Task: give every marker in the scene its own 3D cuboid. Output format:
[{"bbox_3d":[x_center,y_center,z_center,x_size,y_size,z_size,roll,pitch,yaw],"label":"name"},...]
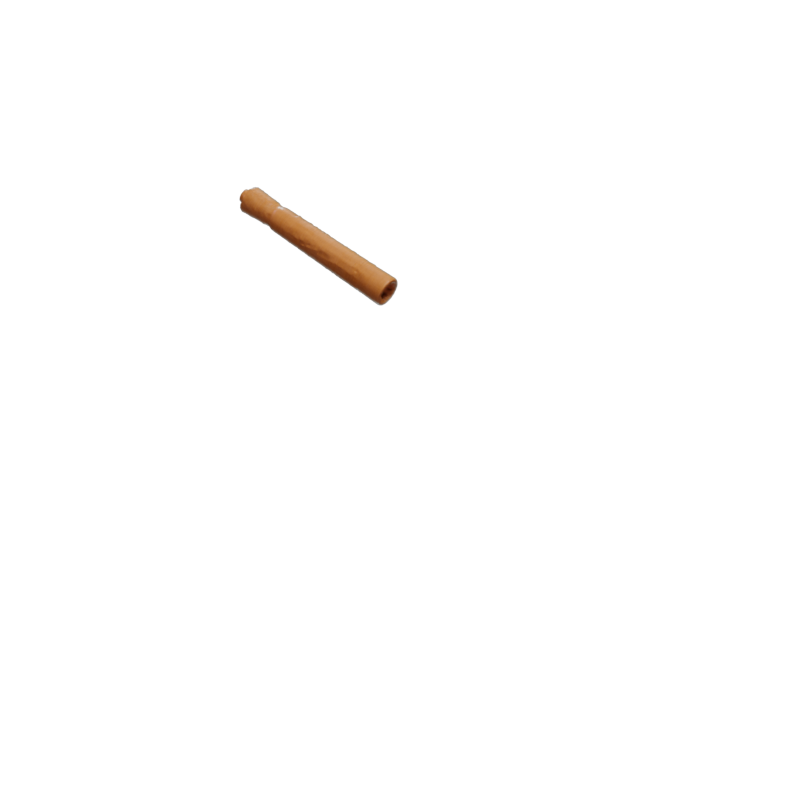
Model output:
[{"bbox_3d":[-0.053,-0.097,0.683,0.128,0.019,0.019,36,20,26],"label":"marker"}]
